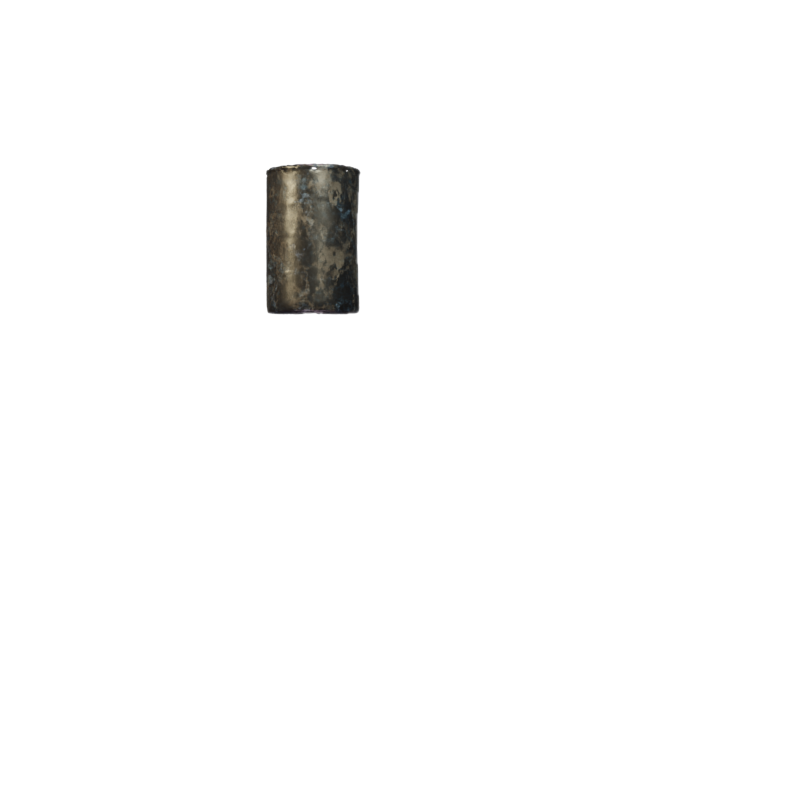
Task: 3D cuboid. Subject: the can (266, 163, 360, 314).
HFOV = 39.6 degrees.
[{"bbox_3d":[-0.062,-0.113,0.792,0.068,0.103,0.068,0,-3,-2],"label":"can"}]
